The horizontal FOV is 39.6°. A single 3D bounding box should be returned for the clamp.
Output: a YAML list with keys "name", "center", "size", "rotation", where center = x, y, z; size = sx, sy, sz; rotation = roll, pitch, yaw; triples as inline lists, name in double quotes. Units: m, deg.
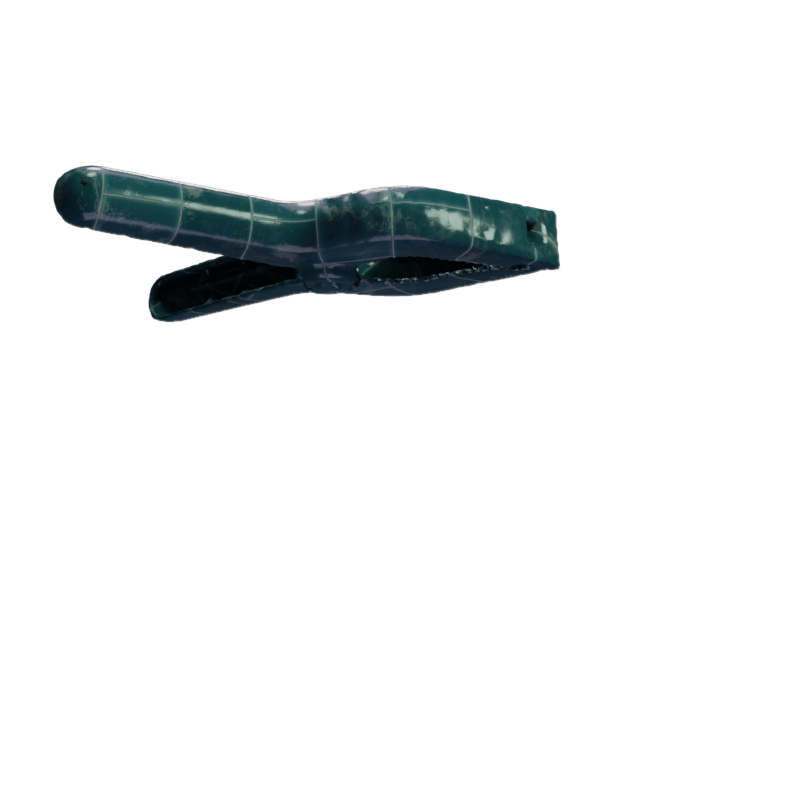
- name: "clamp"
  center: [-0.038, -0.070, 0.488]
  size: [0.213, 0.038, 0.157]
  rotation: [-2, -11, 11]
